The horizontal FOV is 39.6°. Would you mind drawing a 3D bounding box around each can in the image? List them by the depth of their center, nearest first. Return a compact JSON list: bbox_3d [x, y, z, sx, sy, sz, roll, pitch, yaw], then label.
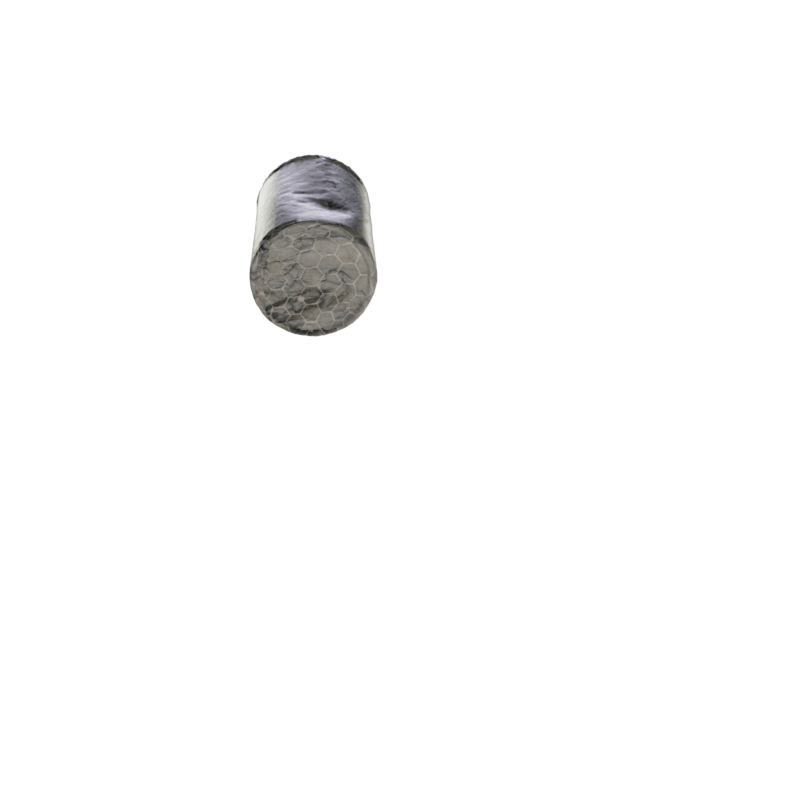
[{"bbox_3d":[-0.048,-0.088,0.617,0.068,0.065,0.108,0,29,-3],"label":"can"}]
